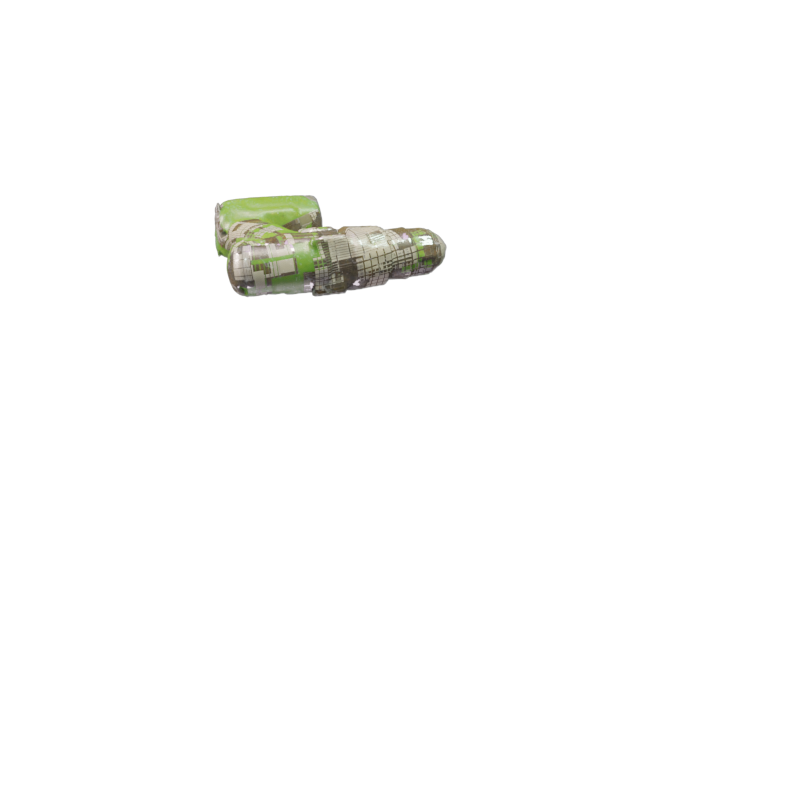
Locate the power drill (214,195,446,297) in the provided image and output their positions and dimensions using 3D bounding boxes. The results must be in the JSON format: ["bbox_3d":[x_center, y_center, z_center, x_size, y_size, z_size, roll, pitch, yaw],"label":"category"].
[{"bbox_3d":[-0.075,-0.138,0.964,0.181,0.055,0.198,-6,19,-20],"label":"power drill"}]
